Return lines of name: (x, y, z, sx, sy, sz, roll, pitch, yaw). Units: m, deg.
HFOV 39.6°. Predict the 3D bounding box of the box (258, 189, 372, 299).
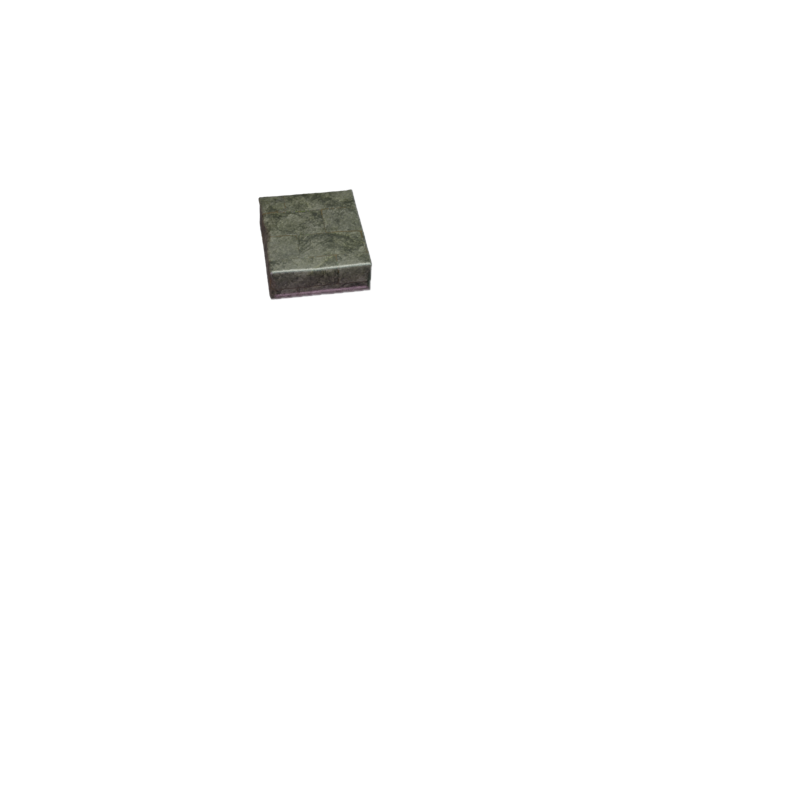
box: (-0.064, -0.116, 0.813, 0.073, 0.096, 0.028, -6, -44, -7)
